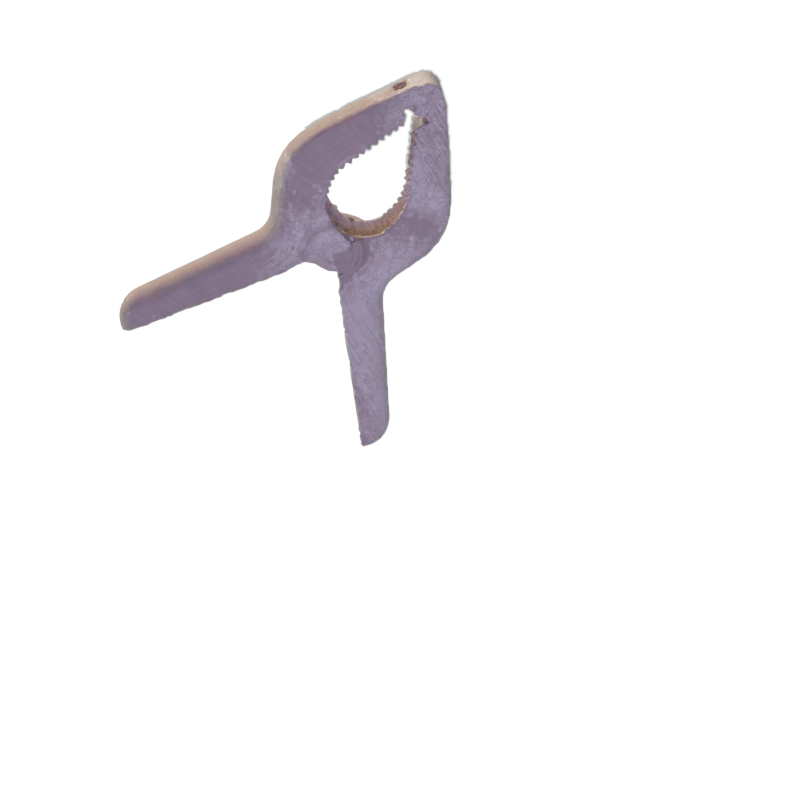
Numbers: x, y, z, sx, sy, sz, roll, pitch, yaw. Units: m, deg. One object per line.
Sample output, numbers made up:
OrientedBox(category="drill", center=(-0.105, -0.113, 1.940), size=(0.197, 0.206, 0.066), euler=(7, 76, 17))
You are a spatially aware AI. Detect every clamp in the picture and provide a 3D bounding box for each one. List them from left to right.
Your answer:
OrientedBox(category="clamp", center=(-0.046, -0.084, 0.587), size=(0.161, 0.203, 0.038), euler=(21, 24, -10))
